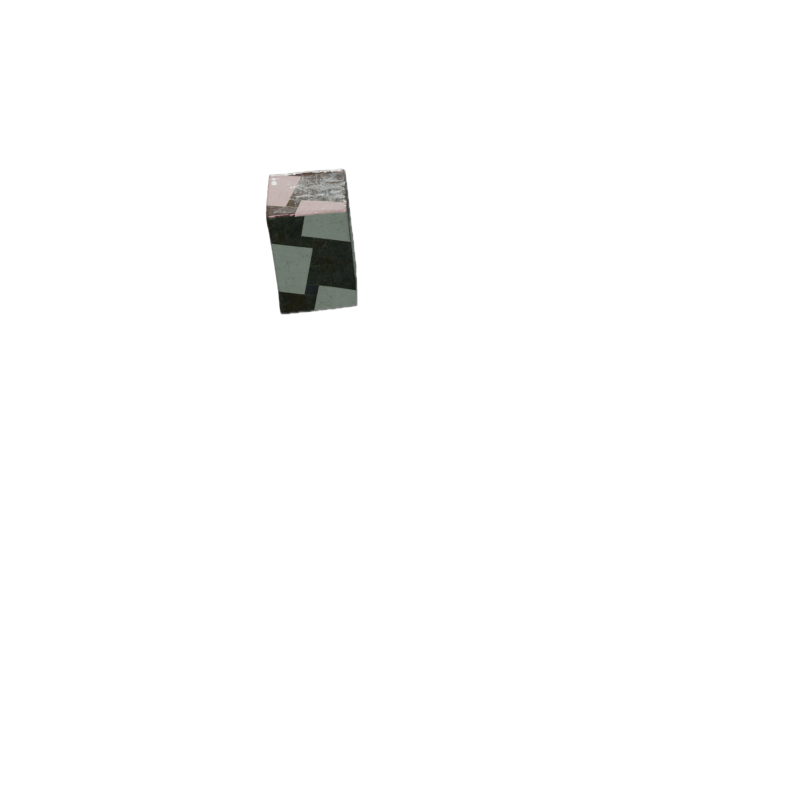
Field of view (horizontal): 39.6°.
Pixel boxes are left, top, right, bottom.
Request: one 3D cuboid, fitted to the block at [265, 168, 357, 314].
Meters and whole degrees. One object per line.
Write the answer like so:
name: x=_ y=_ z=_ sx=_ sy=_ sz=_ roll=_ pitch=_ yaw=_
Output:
block: x=-0.057 y=-0.103 z=0.723 sx=0.053 sy=0.073 sz=0.055 roll=-4 pitch=37 yaw=1
